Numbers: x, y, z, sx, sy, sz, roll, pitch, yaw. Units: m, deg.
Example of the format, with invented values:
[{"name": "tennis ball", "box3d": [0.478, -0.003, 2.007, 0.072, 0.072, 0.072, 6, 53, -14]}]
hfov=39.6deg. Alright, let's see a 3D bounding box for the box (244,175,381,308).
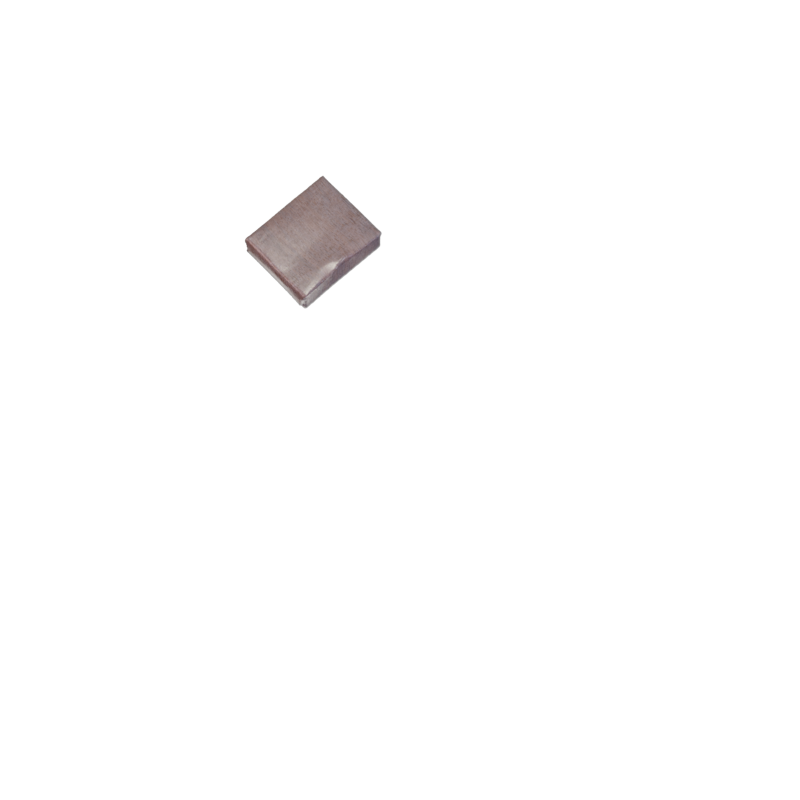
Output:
[{"name": "box", "box3d": [-0.072, -0.130, 0.915, 0.090, 0.076, 0.029, -41, -17, -16]}]
